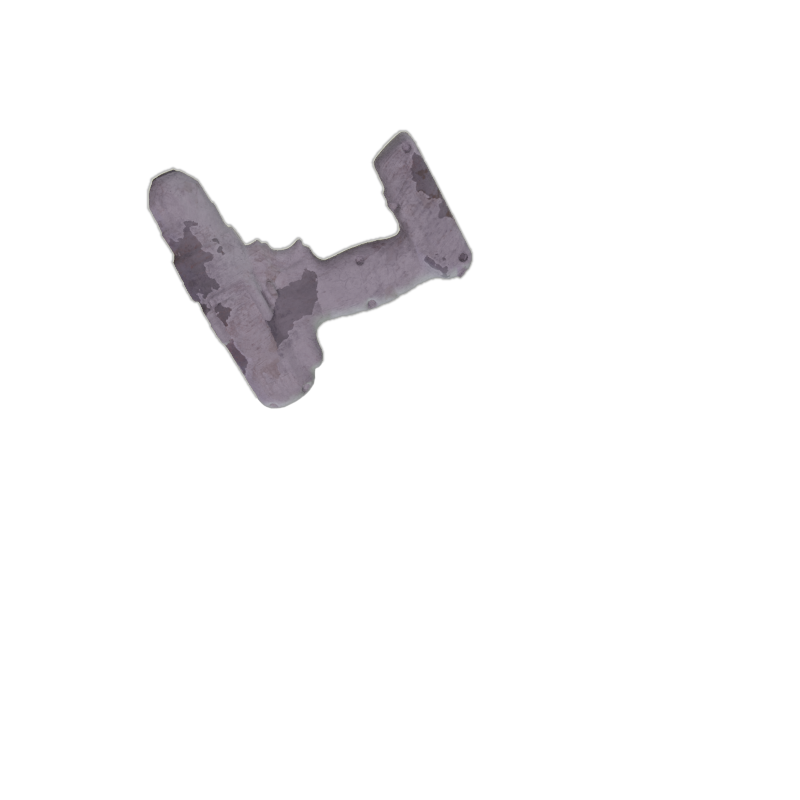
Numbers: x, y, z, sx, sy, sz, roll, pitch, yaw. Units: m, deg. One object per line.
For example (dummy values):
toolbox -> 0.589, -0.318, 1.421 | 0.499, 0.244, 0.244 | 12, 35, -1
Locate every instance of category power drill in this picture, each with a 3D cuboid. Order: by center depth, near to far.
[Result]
power drill -> -0.060, -0.110, 0.767 | 0.187, 0.179, 0.059 | -28, 12, 6
